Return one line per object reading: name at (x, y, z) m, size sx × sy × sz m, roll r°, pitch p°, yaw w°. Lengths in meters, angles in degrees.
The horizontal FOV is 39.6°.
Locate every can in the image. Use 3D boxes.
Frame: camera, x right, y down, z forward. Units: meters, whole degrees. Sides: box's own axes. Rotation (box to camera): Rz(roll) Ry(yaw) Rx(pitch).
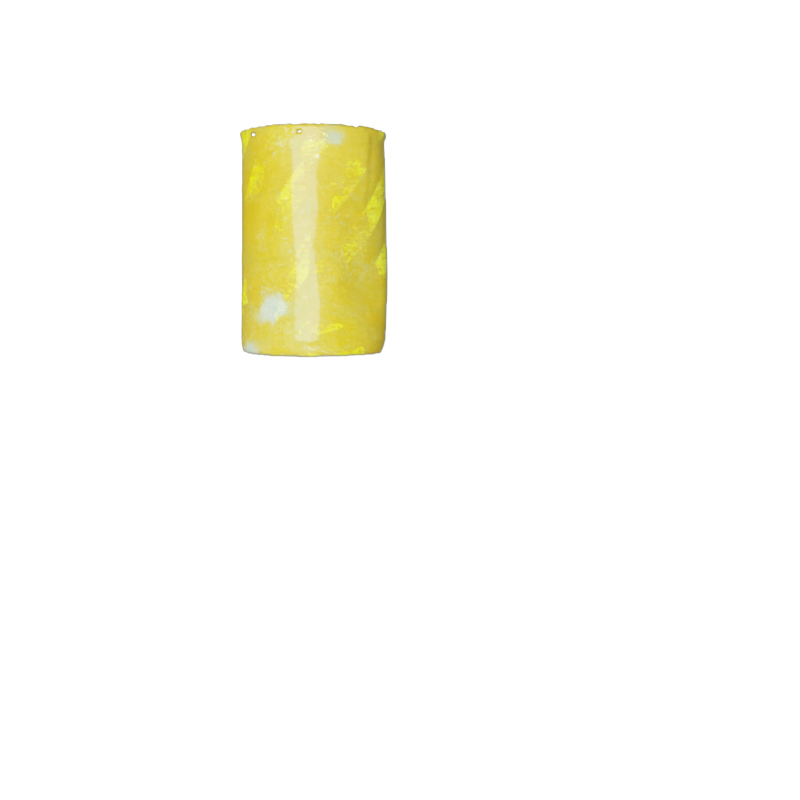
can at (-0.040, -0.074, 0.515) m, size 0.068 × 0.102 × 0.069 m, roll 0°, pitch 1°, yaw -2°
